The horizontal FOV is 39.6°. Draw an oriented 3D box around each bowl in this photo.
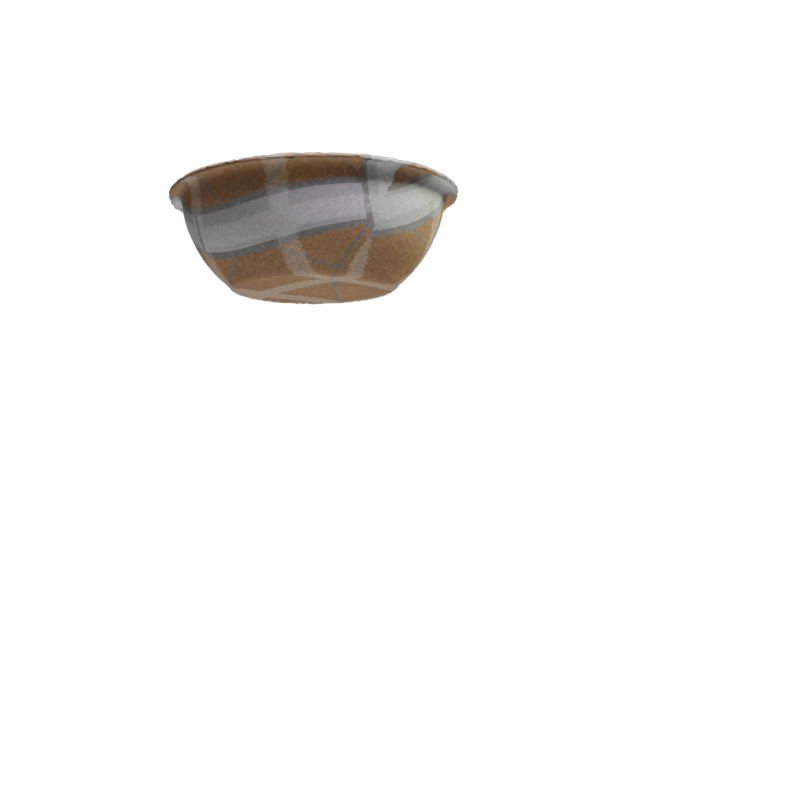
[{"bbox_3d":[-0.048,-0.088,0.616,0.162,0.056,0.159,0,-6,-2],"label":"bowl"}]
